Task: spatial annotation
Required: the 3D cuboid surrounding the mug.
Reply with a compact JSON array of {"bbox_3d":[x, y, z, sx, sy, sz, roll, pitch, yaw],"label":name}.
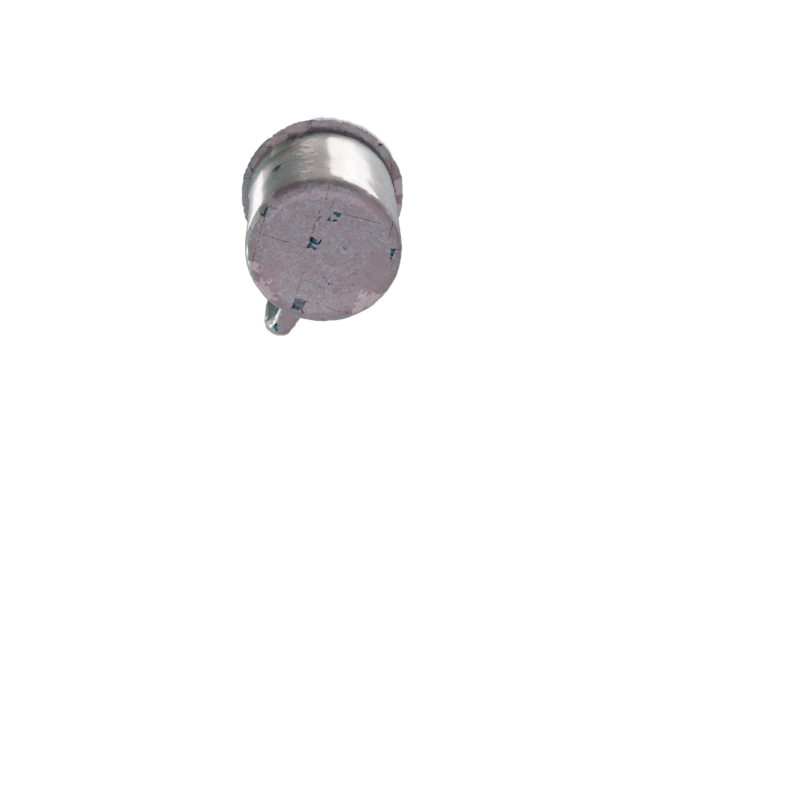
[{"bbox_3d":[-0.047,-0.087,0.606,0.091,0.113,0.086,24,25,-14],"label":"mug"}]
